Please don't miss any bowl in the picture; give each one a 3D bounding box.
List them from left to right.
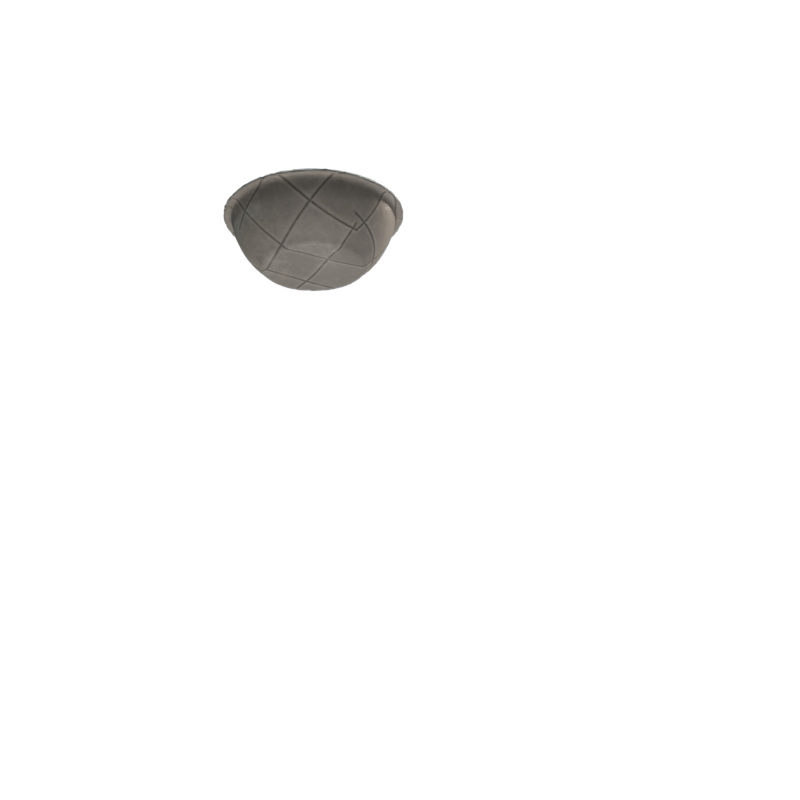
[{"bbox_3d":[-0.077,-0.141,0.985,0.162,0.058,0.154,1,-22,-2],"label":"bowl"}]
